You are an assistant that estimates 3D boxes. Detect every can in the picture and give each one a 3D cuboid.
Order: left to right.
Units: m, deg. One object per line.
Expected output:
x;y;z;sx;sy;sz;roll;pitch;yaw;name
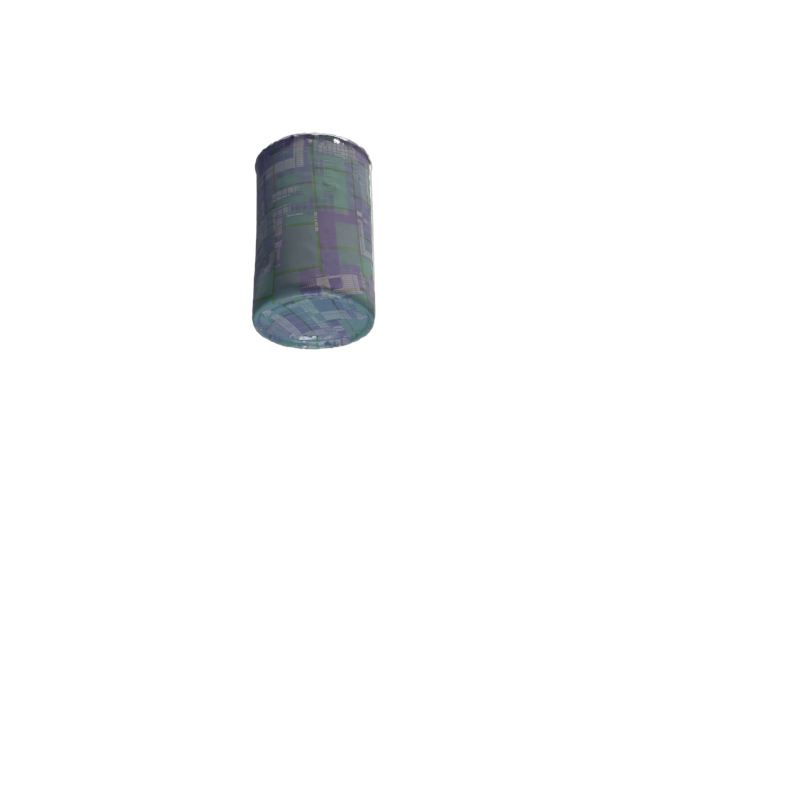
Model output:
-0.048;-0.088;0.615;0.068;0.109;0.065;0;-28;-2;can
